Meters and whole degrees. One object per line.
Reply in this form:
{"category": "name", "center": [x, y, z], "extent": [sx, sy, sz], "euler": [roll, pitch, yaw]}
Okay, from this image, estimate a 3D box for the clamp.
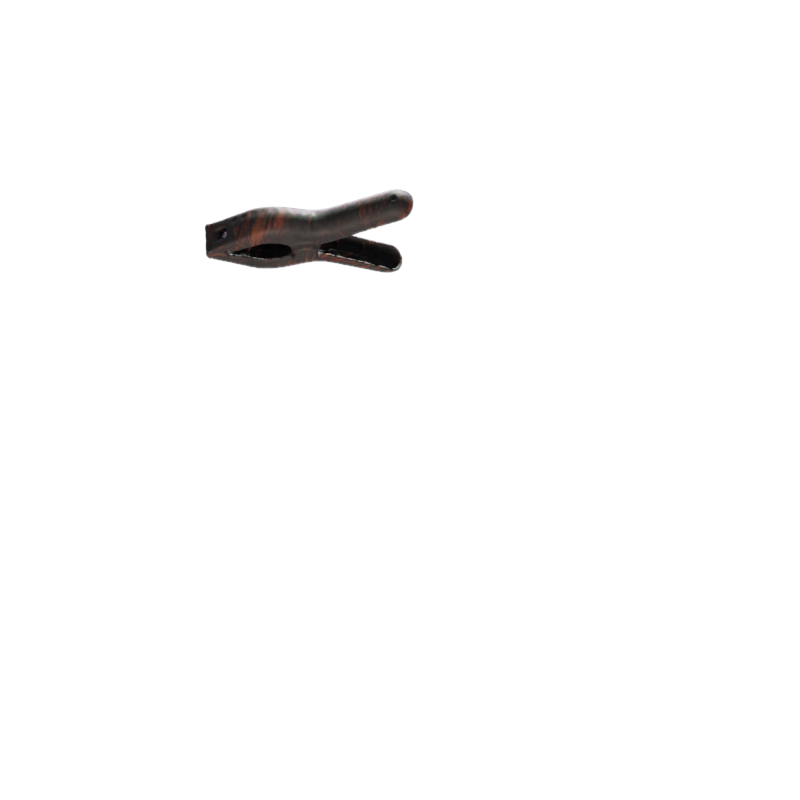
{"category": "clamp", "center": [-0.072, -0.131, 0.915], "extent": [0.173, 0.042, 0.112], "euler": [-3, -26, 6]}
